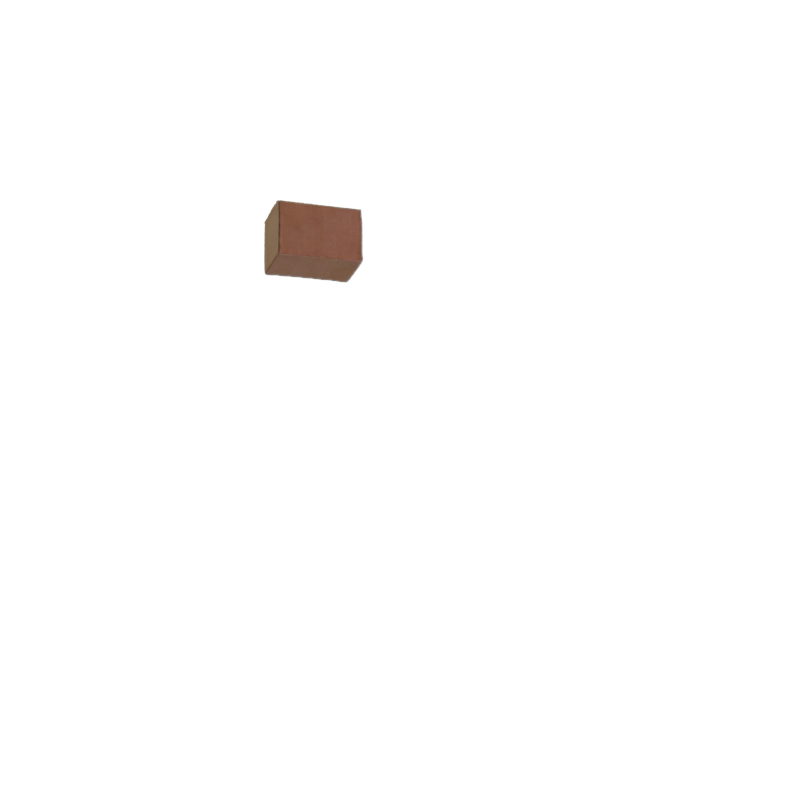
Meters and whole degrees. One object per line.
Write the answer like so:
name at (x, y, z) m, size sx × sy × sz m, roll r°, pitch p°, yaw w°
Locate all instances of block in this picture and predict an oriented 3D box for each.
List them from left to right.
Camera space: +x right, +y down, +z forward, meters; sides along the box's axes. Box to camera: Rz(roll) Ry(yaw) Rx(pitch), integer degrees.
block at (-0.076, -0.139, 0.971) m, size 0.076 × 0.054 × 0.051 m, roll 5°, pitch -20°, yaw -16°
